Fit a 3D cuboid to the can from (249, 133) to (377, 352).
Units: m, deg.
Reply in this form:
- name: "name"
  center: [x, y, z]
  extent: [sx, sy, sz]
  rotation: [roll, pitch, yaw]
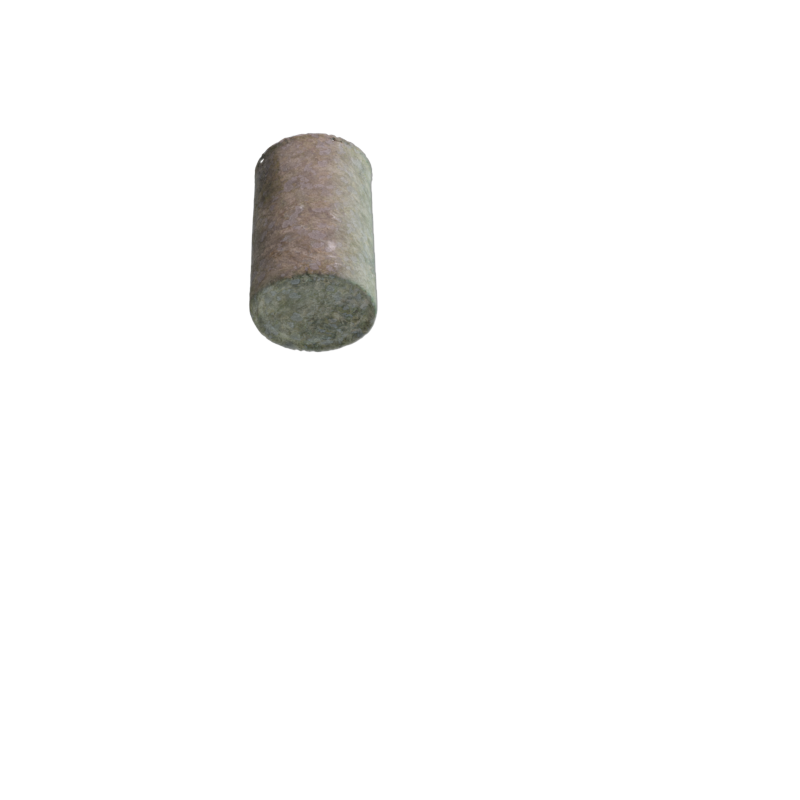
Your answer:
- name: "can"
  center: [-0.047, -0.086, 0.603]
  extent: [0.068, 0.110, 0.064]
  rotation: [-1, -38, -3]
